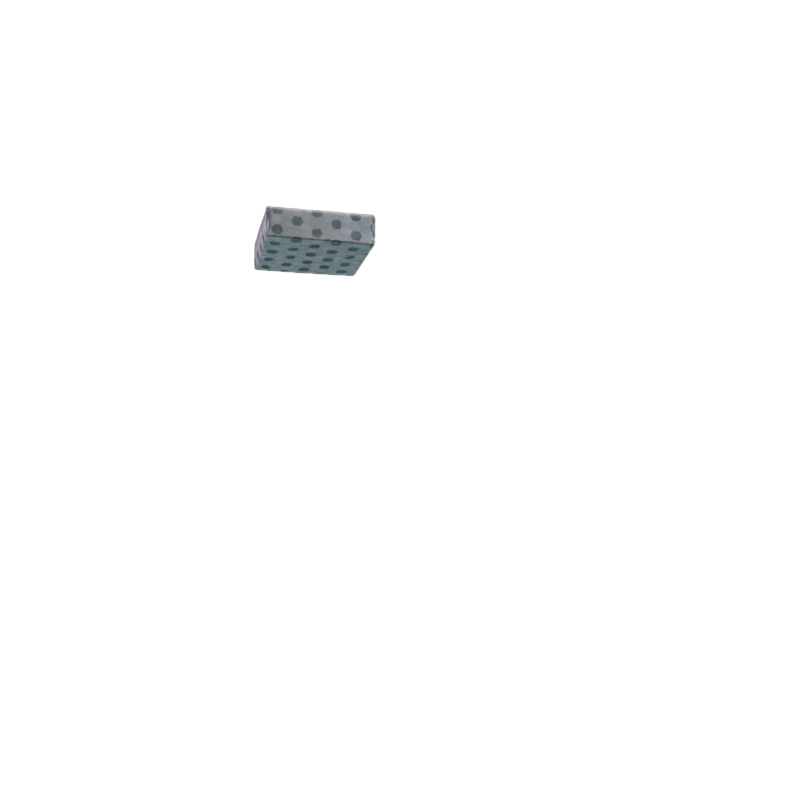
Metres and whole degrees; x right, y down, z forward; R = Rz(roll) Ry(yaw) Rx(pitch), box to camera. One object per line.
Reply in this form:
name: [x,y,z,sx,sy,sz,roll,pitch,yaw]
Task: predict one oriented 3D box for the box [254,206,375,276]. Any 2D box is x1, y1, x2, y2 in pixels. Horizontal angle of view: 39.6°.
box: [-0.070,-0.128,0.900,0.088,0.032,0.071,3,-16,-11]
